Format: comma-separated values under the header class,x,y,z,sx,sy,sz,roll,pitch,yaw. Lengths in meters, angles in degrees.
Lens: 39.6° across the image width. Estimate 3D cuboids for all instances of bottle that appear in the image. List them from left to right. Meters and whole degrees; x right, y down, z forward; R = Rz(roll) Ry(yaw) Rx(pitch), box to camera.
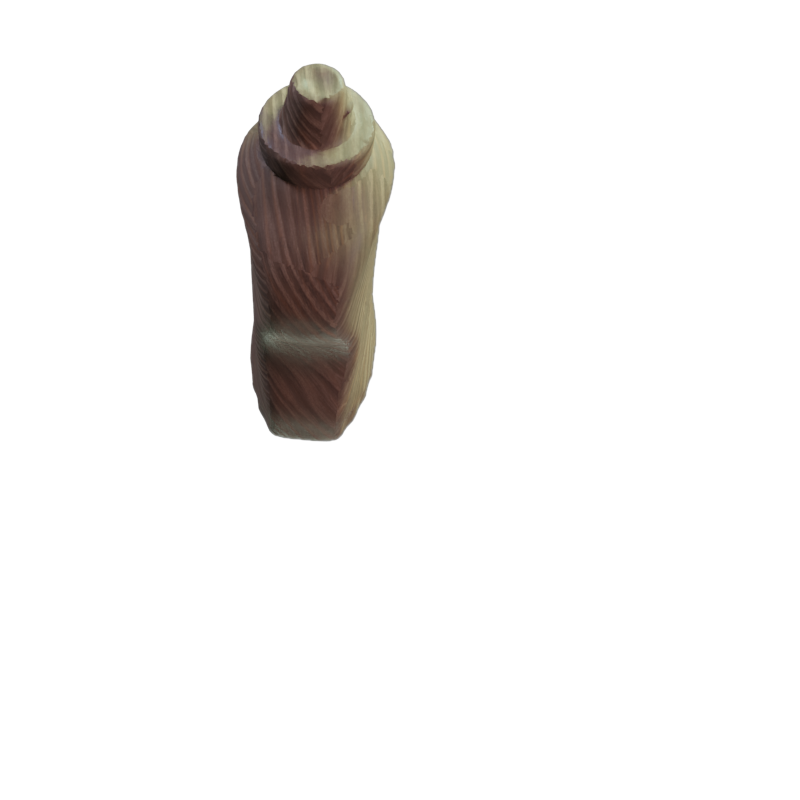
class,x,y,z,sx,sy,sz,roll,pitch,yaw
bottle,-0.034,-0.064,0.446,0.058,0.102,0.180,6,-29,-1
